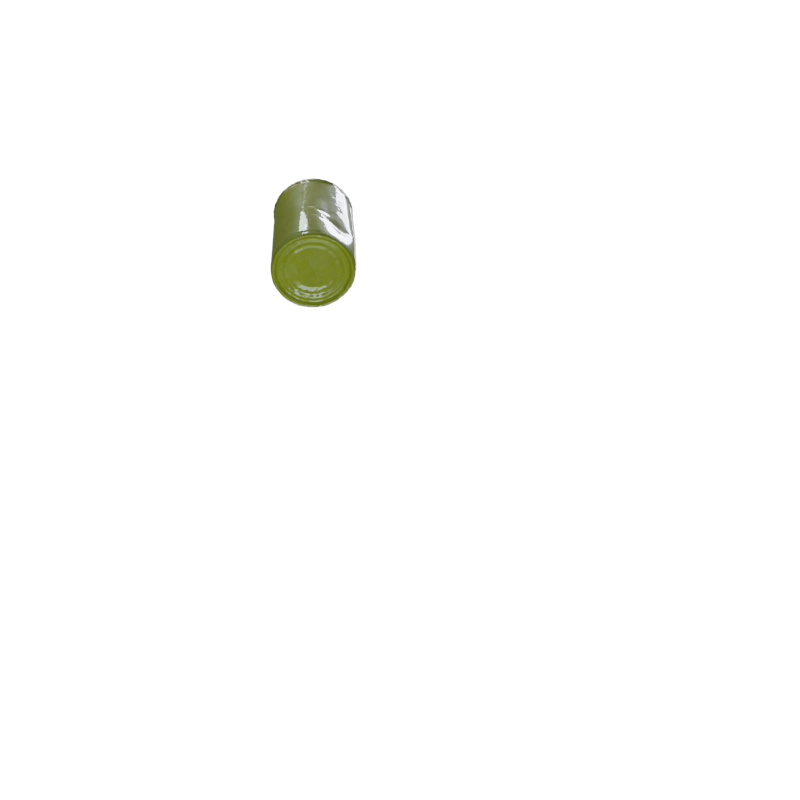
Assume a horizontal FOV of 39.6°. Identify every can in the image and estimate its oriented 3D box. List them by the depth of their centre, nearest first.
[{"bbox_3d":[-0.071,-0.129,0.902,0.068,0.064,0.109,-1,32,-3],"label":"can"}]
